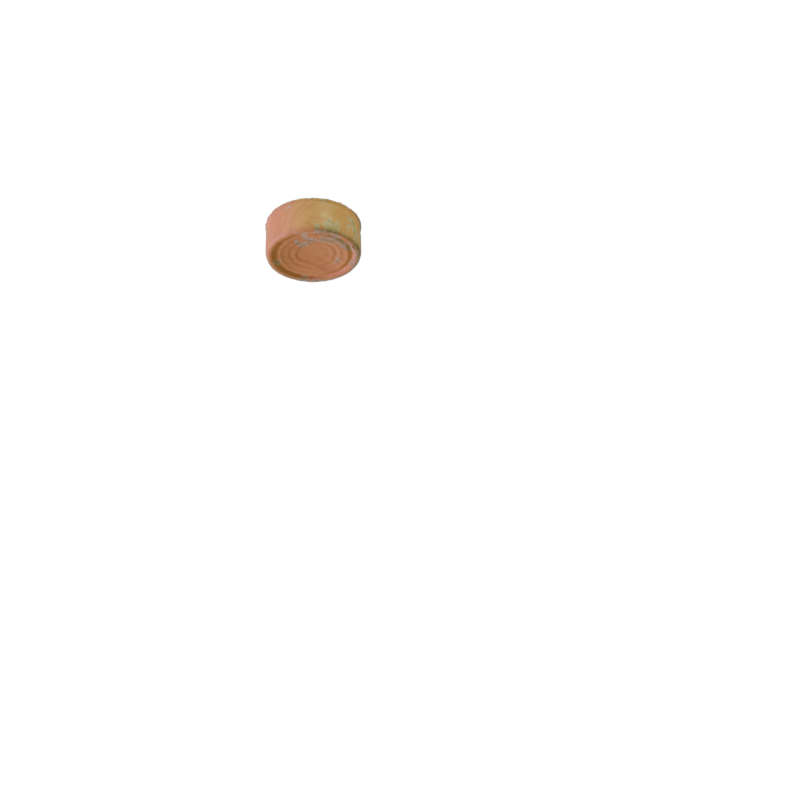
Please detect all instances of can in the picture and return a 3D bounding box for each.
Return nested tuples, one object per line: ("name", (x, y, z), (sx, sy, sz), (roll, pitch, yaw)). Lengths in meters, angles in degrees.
("can", (-0.077, -0.140, 0.980), (0.086, 0.036, 0.081), (1, -30, -2))
